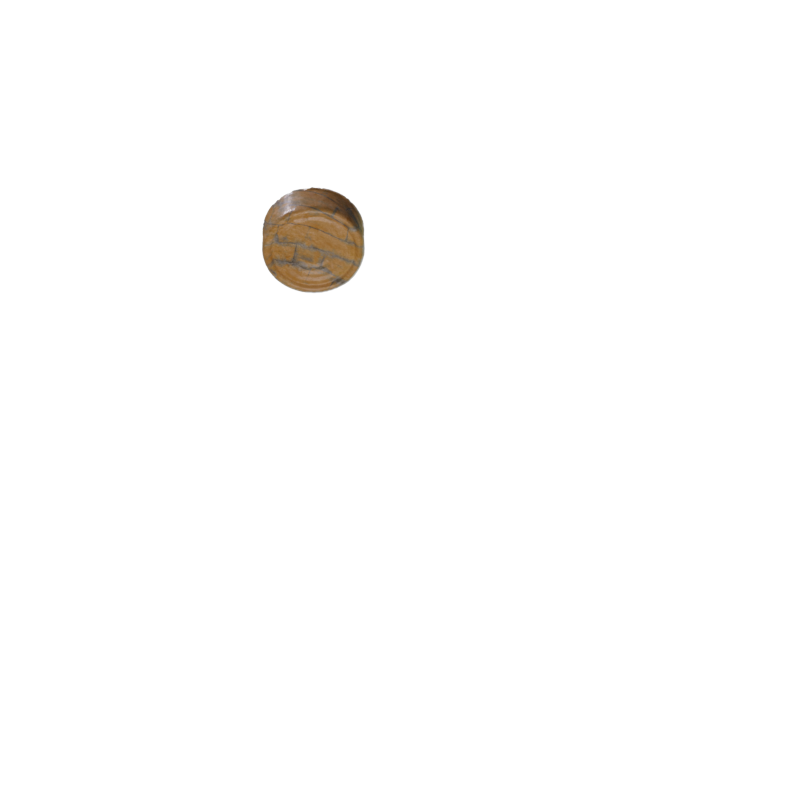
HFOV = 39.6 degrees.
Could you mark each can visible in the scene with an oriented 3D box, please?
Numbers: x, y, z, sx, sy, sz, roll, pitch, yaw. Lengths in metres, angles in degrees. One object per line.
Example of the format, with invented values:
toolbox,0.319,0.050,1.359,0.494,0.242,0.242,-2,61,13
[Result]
can,-0.072,-0.132,0.922,0.086,0.080,0.036,1,36,-1
